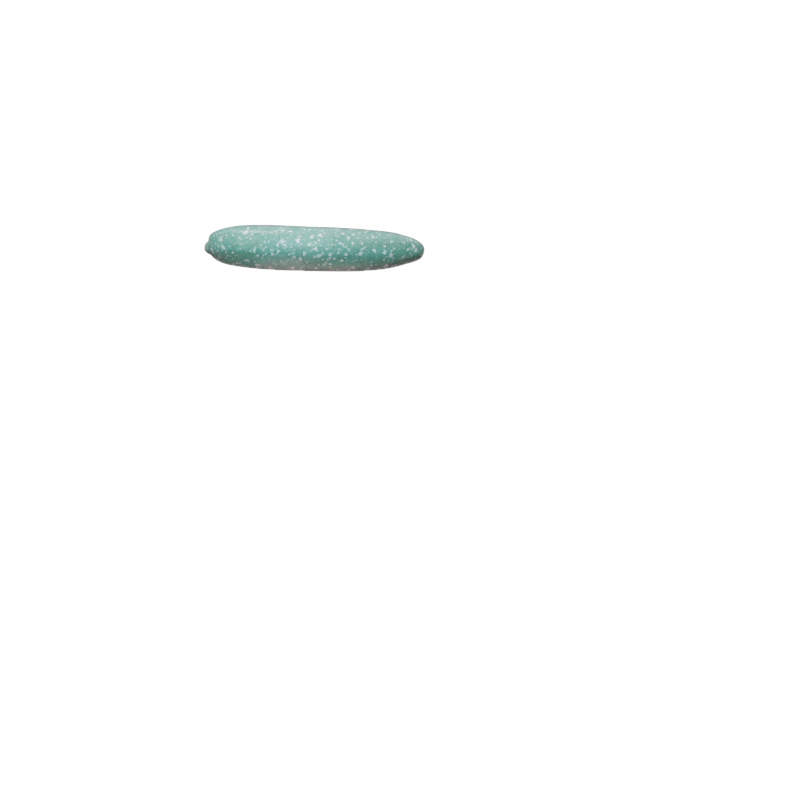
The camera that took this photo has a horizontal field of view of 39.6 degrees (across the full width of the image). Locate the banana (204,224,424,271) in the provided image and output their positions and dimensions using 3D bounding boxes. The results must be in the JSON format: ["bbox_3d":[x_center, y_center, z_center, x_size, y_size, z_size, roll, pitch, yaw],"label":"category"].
[{"bbox_3d":[-0.082,-0.131,0.938,0.202,0.036,0.071,4,18,13],"label":"banana"}]
